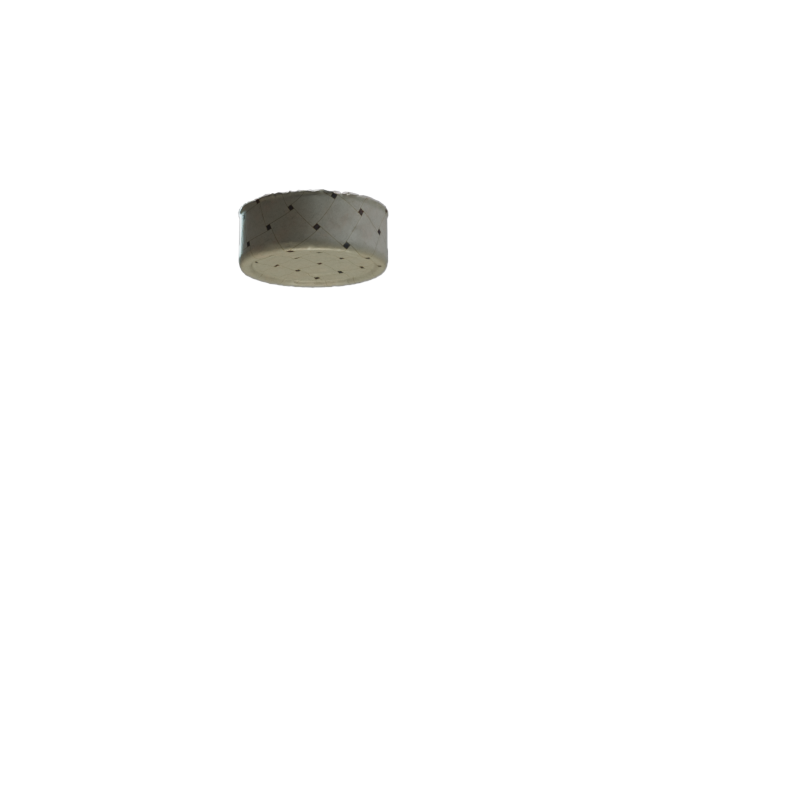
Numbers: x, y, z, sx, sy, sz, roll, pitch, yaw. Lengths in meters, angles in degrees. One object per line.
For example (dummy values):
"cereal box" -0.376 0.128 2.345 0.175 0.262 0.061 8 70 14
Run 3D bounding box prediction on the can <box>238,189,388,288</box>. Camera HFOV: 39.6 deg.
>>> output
"can" -0.049 -0.090 0.628 0.086 0.035 0.083 0 -10 -2
